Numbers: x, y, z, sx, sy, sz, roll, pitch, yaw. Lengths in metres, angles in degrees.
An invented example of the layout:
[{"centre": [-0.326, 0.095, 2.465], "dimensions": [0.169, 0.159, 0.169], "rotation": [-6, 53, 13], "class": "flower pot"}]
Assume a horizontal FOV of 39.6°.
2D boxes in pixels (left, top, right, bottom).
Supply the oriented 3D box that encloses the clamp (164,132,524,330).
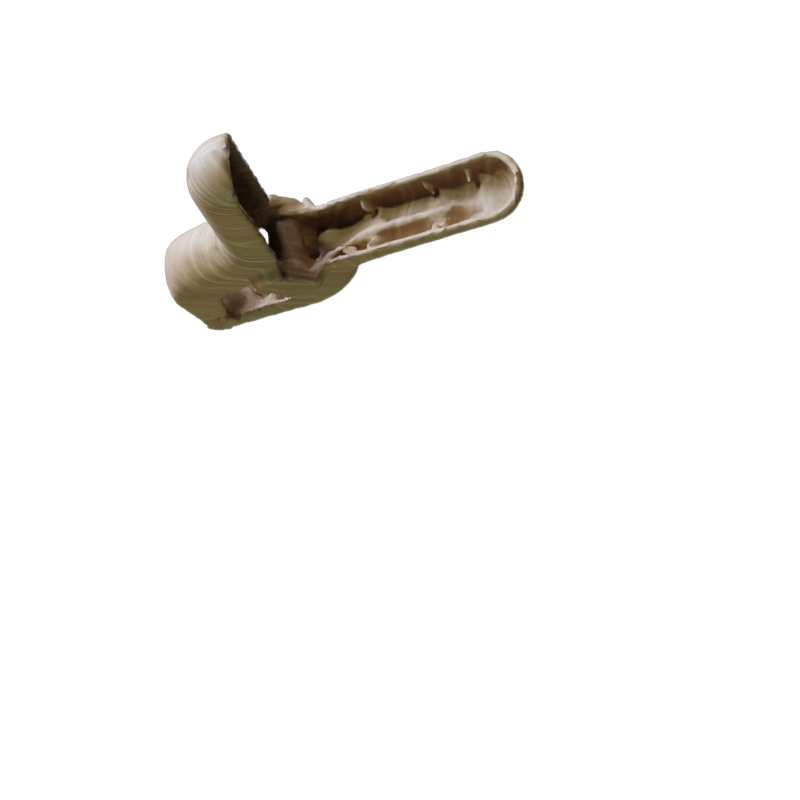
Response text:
[{"centre": [-0.034, -0.061, 0.428], "dimensions": [0.117, 0.040, 0.170], "rotation": [3, -9, -18], "class": "clamp"}]
